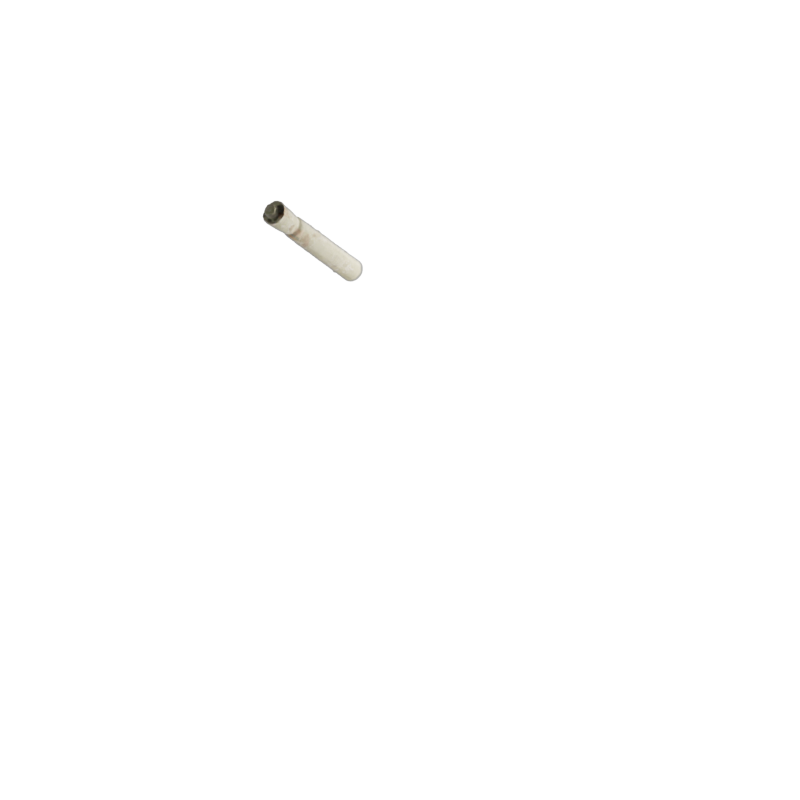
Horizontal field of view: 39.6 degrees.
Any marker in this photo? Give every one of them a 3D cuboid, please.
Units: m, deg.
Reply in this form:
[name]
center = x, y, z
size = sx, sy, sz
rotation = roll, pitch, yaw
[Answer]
[marker]
center = -0.066, -0.120, 0.842
size = 0.020, 0.020, 0.113
rotation = 3, -16, 33
